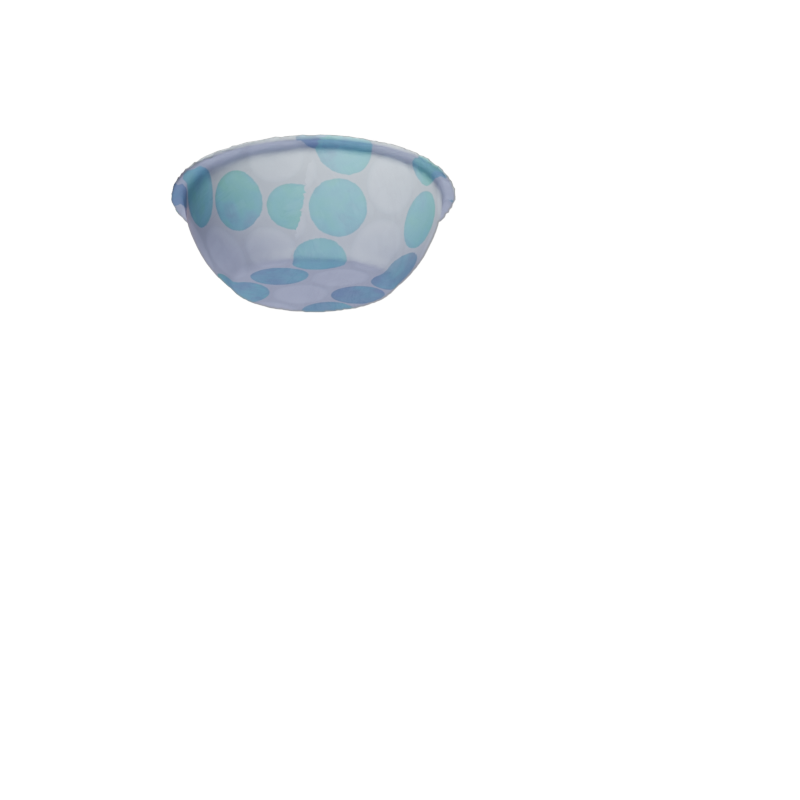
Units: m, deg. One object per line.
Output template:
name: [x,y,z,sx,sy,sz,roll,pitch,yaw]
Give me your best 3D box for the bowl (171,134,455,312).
bowl: [-0.049,-0.089,0.625,0.162,0.057,0.156,0,-15,-2]
